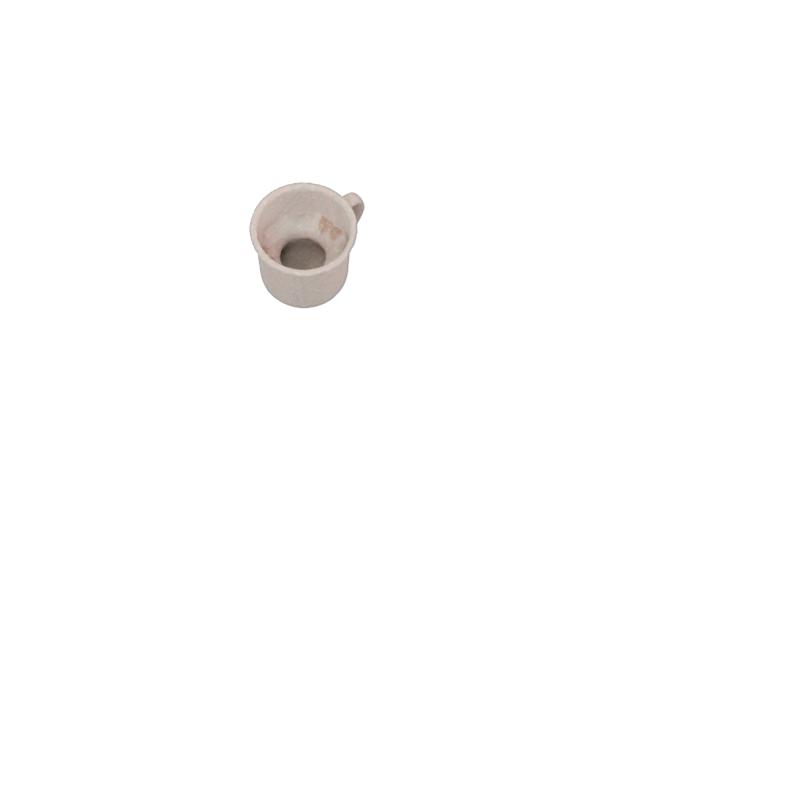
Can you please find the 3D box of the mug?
[{"bbox_3d":[-0.078,-0.142,0.994,0.098,0.118,0.077,41,-20,16],"label":"mug"}]
